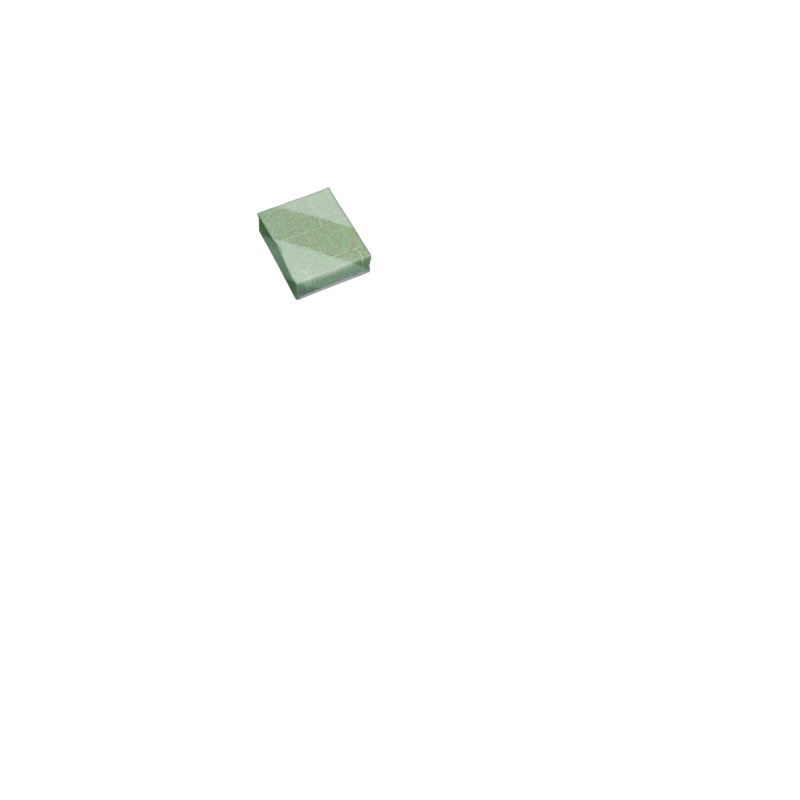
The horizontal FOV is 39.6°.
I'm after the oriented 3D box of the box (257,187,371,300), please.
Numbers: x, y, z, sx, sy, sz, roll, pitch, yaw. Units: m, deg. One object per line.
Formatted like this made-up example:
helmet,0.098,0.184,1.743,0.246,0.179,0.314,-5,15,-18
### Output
box,-0.078,-0.142,0.991,0.073,0.096,0.028,-22,-31,-14
